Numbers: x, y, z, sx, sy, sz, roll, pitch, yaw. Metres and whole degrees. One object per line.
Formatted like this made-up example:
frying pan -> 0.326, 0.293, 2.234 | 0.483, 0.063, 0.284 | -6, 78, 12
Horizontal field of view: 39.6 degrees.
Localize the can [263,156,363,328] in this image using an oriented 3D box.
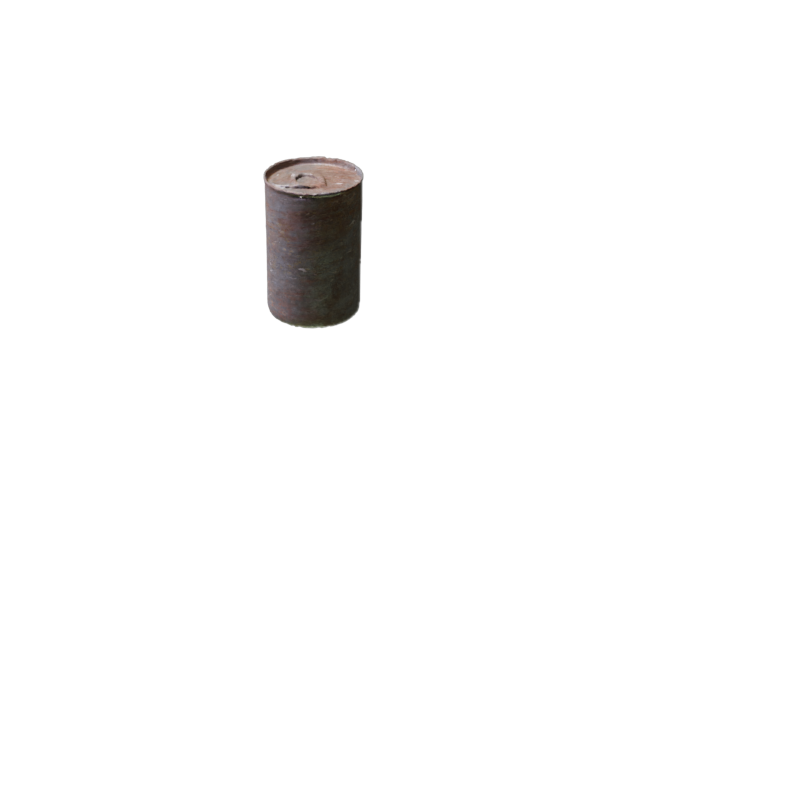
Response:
can -> -0.060, -0.110, 0.770 | 0.068, 0.096, 0.073 | 0, 29, -2
